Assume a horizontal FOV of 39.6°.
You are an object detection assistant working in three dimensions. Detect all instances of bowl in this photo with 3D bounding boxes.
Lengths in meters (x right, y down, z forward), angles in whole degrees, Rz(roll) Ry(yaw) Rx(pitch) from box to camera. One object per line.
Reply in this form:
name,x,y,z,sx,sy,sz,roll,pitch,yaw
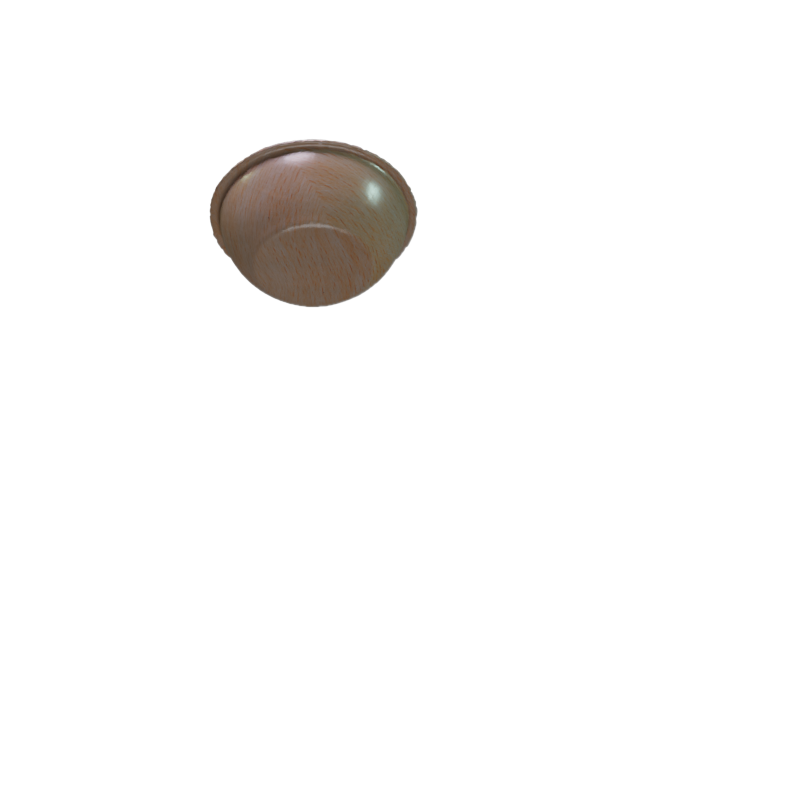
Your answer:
bowl,-0.066,-0.121,0.847,0.162,0.059,0.151,1,-40,-1
